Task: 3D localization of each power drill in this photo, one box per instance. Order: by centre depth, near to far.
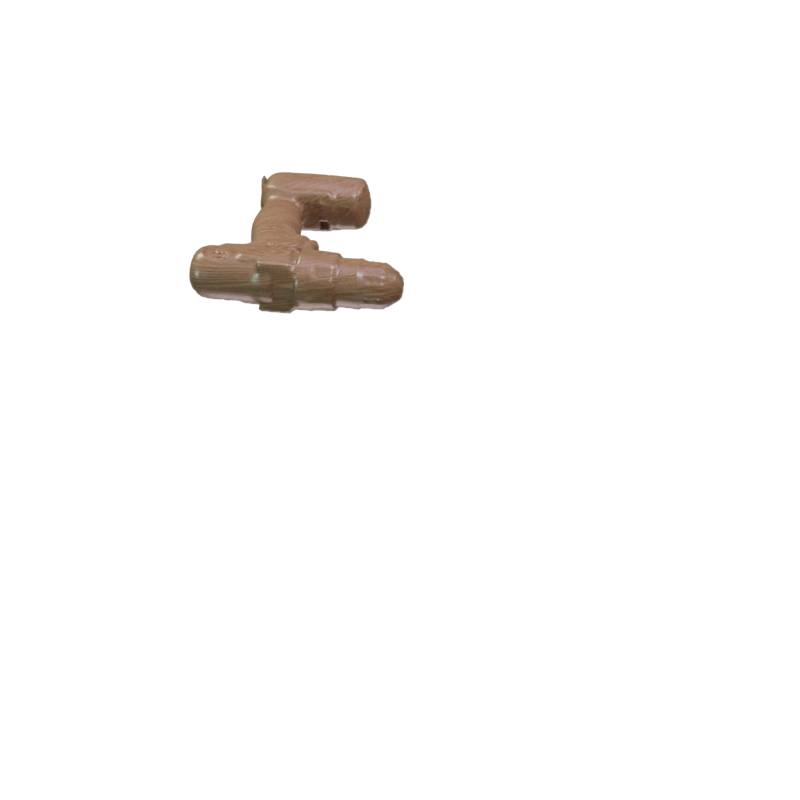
[{"bbox_3d":[-0.078,-0.142,0.998,0.187,0.054,0.196,6,33,9],"label":"power drill"}]
